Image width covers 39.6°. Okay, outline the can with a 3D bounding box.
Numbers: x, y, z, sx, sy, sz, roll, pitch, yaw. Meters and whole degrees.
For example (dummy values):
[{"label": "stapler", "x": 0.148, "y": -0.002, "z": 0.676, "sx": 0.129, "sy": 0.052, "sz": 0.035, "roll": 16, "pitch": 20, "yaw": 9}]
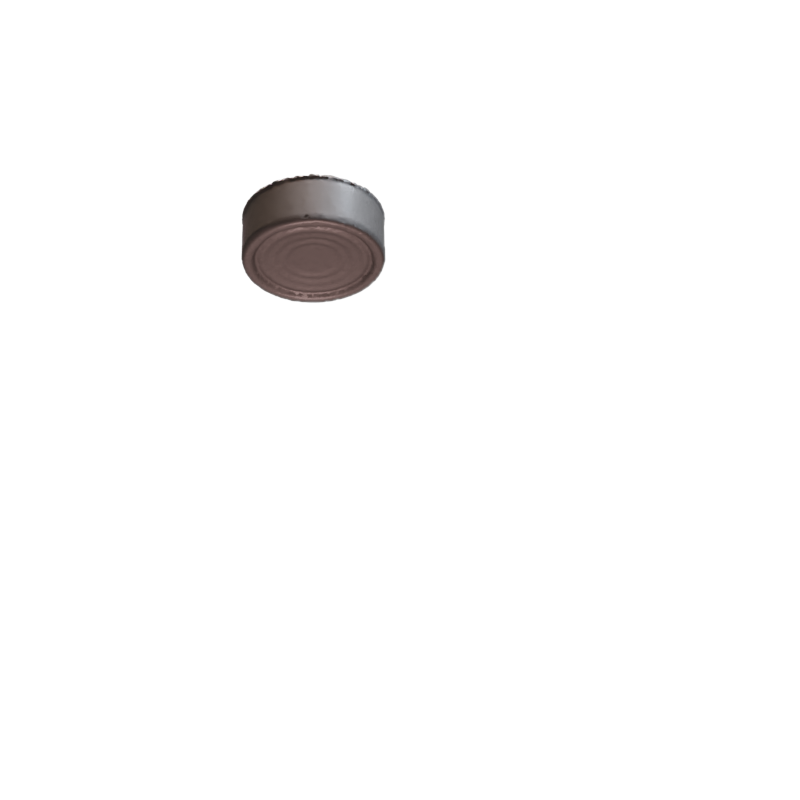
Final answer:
[{"label": "can", "x": -0.051, "y": -0.094, "z": 0.656, "sx": 0.086, "sy": 0.036, "sz": 0.080, "roll": 1, "pitch": -31, "yaw": -2}]
